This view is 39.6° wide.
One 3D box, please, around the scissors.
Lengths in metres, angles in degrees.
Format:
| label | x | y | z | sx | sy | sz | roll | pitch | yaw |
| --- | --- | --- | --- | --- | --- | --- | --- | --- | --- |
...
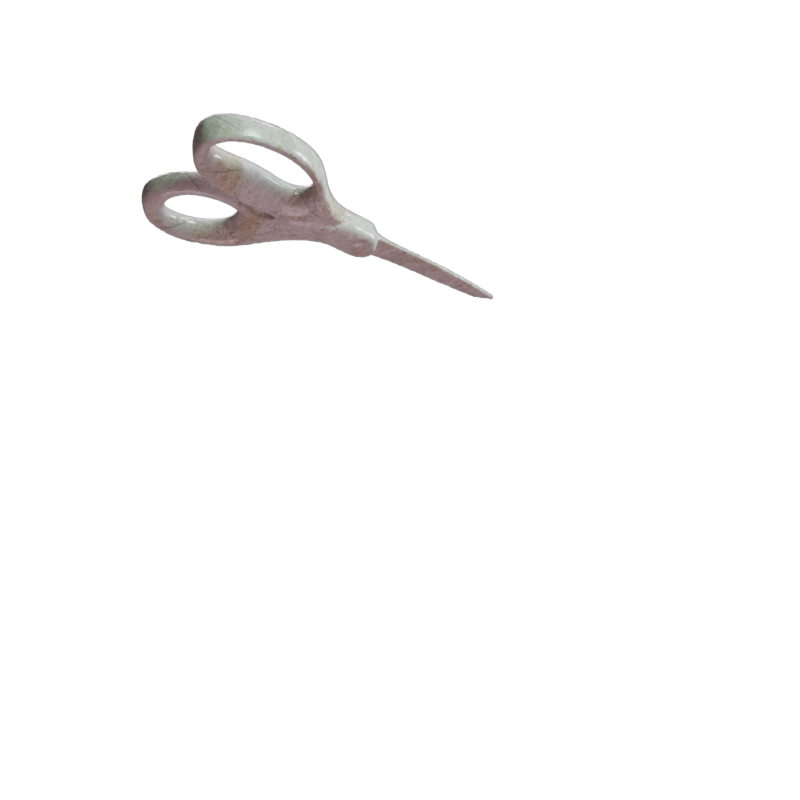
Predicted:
| label | x | y | z | sx | sy | sz | roll | pitch | yaw |
| --- | --- | --- | --- | --- | --- | --- | --- | --- | --- |
| scissors | -0.042 | -0.076 | 0.536 | 0.097 | 0.017 | 0.187 | -15 | -28 | 29 |
